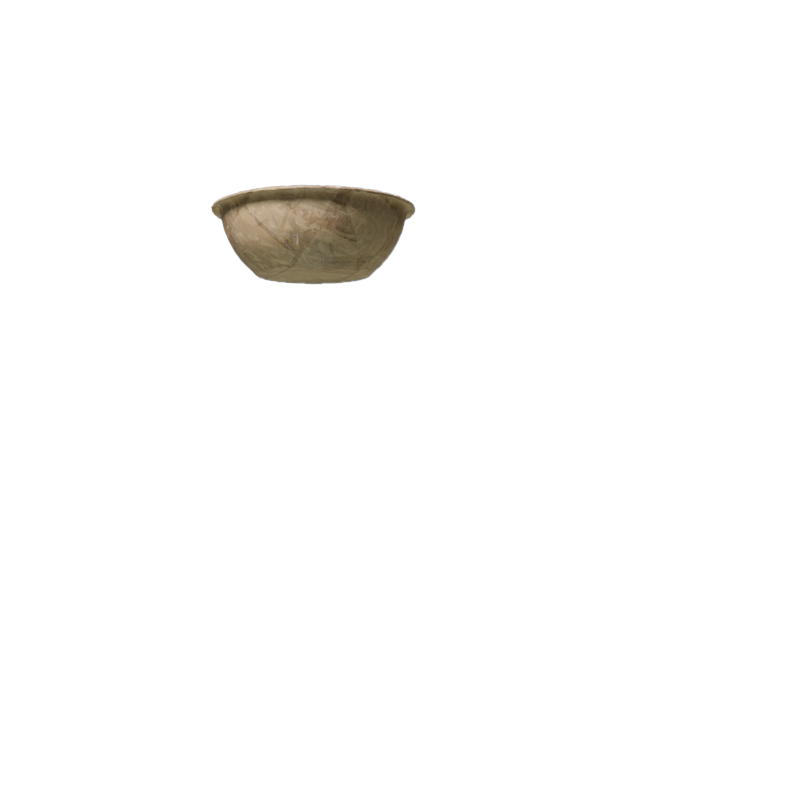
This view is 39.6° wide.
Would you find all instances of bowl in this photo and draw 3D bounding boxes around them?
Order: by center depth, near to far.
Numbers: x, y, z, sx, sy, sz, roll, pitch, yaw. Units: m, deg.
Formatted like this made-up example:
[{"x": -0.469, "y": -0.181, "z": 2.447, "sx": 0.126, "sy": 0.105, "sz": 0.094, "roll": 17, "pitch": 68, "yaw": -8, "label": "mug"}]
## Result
[{"x": -0.069, "y": -0.125, "z": 0.877, "sx": 0.162, "sy": 0.056, "sz": 0.160, "roll": 0, "pitch": -3, "yaw": -2, "label": "bowl"}]
